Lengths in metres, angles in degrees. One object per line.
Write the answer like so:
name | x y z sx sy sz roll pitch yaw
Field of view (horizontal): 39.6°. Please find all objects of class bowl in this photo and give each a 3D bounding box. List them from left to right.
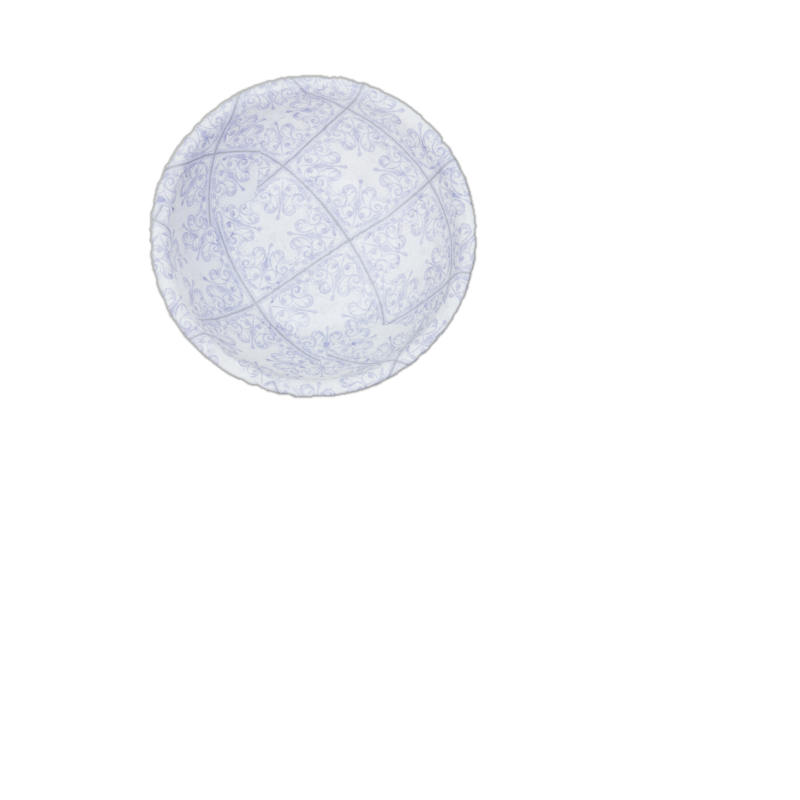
bowl | -0.045 -0.082 0.572 0.162 0.166 0.054 0 -10 -1
